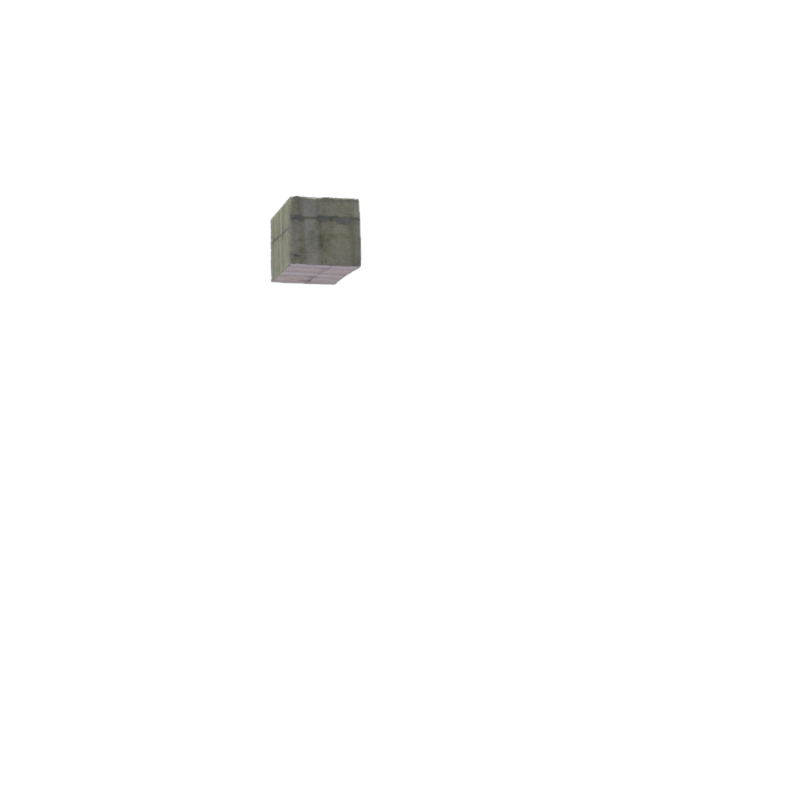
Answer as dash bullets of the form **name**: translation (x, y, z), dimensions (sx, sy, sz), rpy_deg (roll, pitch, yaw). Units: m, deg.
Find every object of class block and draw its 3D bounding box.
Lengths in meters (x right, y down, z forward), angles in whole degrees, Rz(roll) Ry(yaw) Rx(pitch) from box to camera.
- **block**: translation (-0.064, -0.117, 0.817), dimensions (0.052, 0.052, 0.078), rpy_deg (2, -6, -17)
